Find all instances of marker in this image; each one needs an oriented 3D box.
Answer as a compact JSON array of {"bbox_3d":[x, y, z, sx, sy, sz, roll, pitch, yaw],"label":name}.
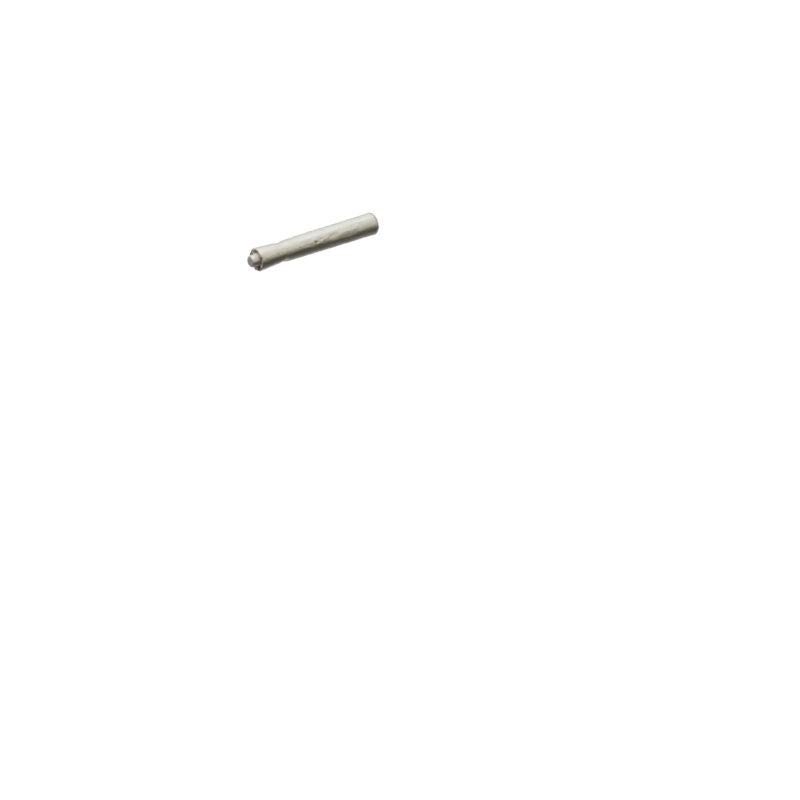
[{"bbox_3d":[-0.069,-0.126,0.883,0.119,0.019,0.021,-23,16,-33],"label":"marker"}]
